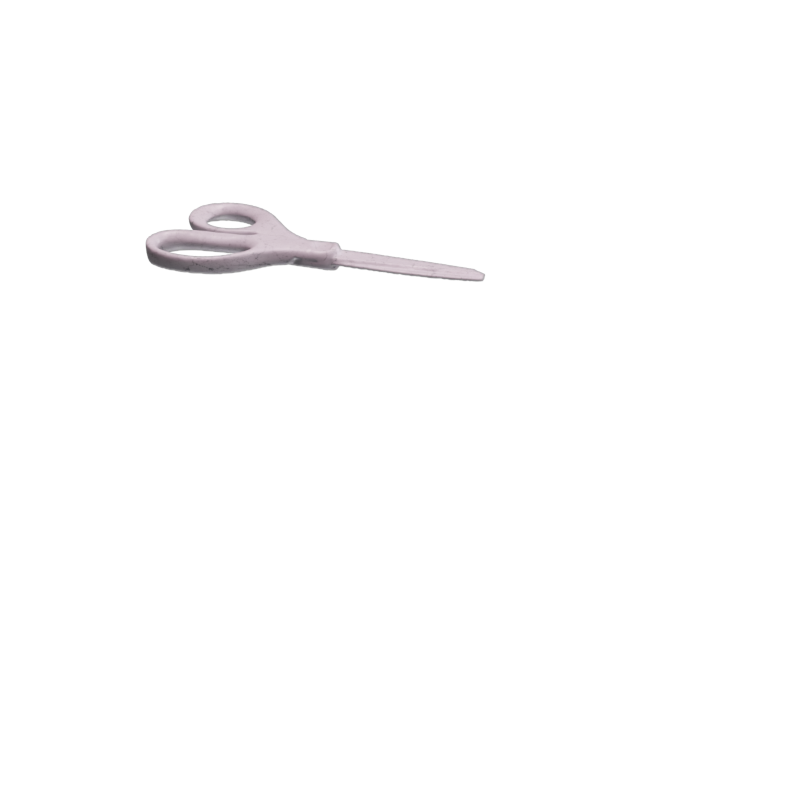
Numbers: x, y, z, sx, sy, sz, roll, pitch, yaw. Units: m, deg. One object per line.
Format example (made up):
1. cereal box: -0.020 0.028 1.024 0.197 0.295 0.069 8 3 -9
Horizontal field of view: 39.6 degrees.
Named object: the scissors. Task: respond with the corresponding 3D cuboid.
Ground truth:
1. scissors: -0.053 -0.097 0.682 0.202 0.015 0.102 1 31 2
